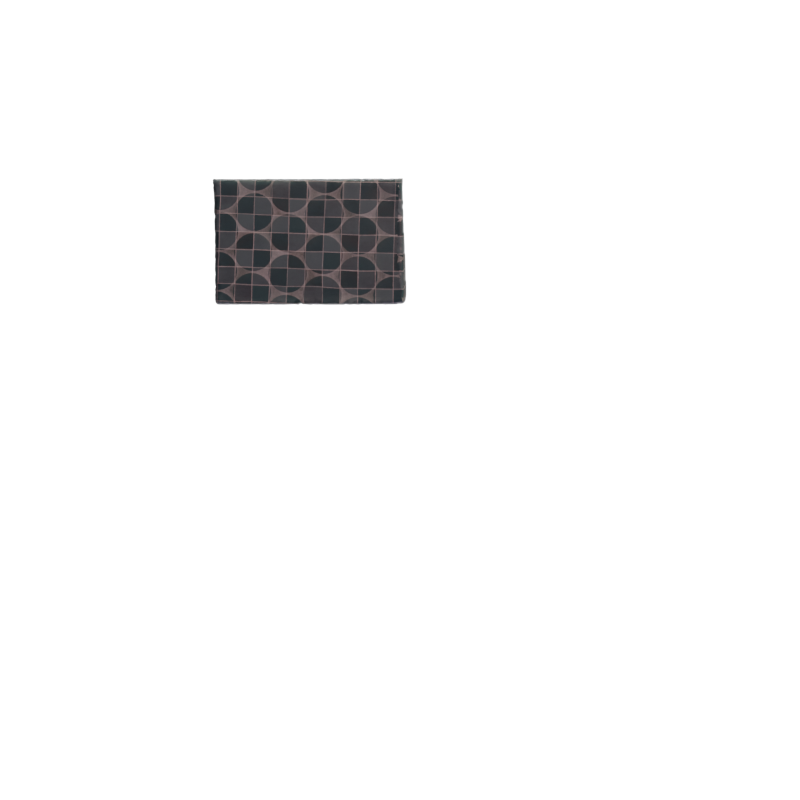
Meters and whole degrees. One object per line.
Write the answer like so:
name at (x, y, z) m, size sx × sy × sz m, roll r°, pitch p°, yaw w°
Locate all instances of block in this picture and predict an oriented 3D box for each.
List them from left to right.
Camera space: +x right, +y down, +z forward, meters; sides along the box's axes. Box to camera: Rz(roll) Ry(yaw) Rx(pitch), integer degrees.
block at (-0.036, -0.066, 0.463) m, size 0.078 × 0.051 × 0.053 m, roll 0°, pitch 3°, yaw 2°
